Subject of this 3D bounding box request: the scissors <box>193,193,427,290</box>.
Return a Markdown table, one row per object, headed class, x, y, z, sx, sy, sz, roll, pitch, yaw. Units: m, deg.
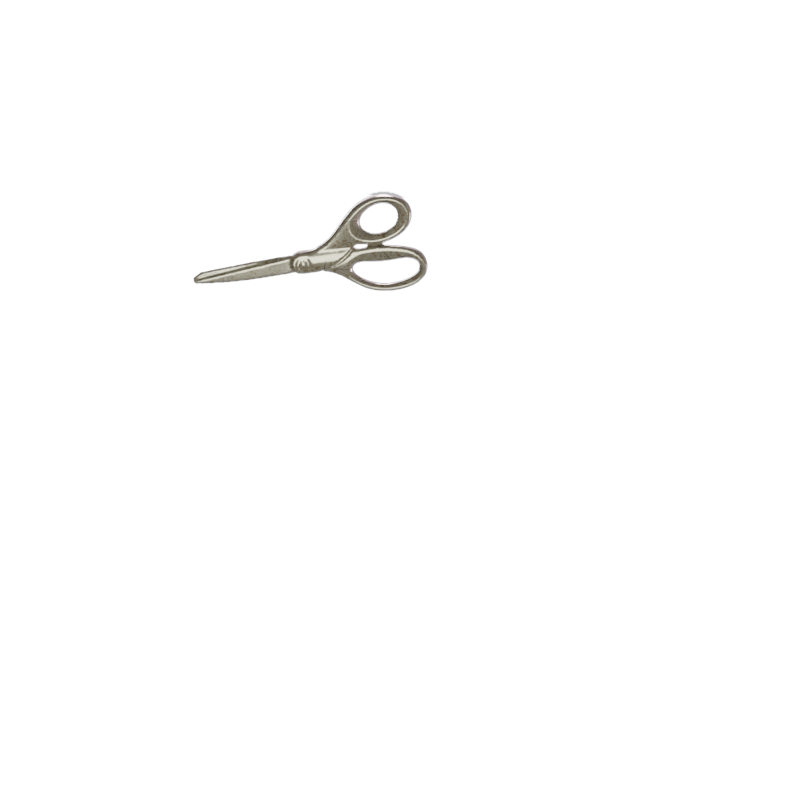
| class | x | y | z | sx | sy | sz | roll | pitch | yaw |
| --- | --- | --- | --- | --- | --- | --- | --- | --- | --- |
| scissors | -0.075 | -0.137 | 0.957 | 0.201 | 0.092 | 0.016 | 5 | 21 | -2 |
